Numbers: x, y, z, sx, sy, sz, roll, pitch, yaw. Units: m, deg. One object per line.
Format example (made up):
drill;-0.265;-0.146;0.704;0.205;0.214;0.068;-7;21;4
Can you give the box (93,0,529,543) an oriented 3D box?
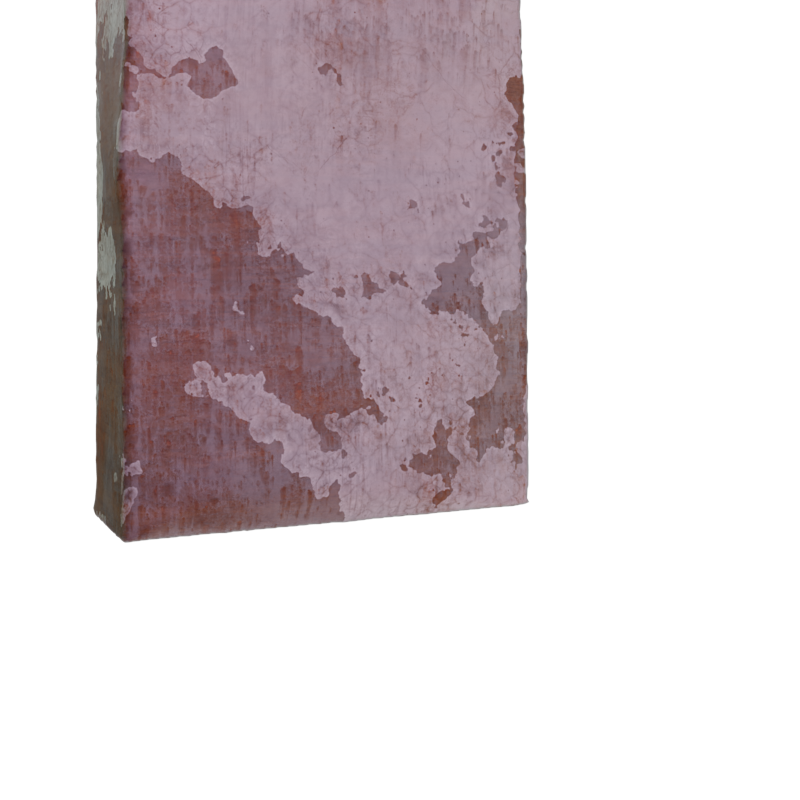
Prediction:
box;-0.034;-0.062;0.435;0.160;0.215;0.073;0;-2;-22
